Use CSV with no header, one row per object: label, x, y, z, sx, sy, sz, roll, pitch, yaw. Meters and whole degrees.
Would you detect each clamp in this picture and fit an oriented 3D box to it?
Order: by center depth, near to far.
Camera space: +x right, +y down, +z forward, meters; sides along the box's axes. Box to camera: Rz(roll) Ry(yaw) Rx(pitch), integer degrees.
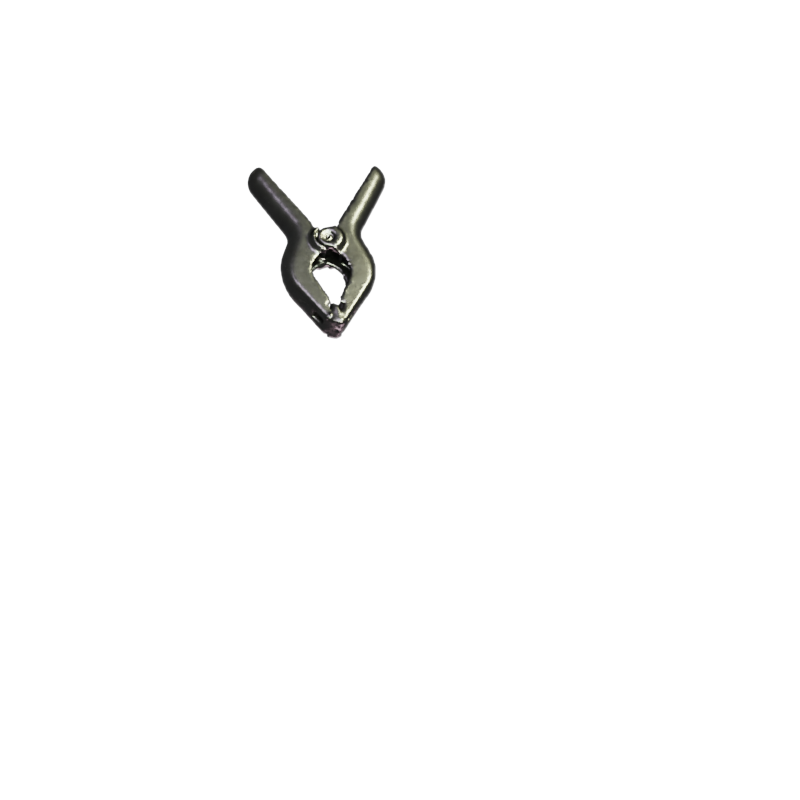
clamp,-0.073,-0.134,0.939,0.120,0.183,0.037,1,-35,0
